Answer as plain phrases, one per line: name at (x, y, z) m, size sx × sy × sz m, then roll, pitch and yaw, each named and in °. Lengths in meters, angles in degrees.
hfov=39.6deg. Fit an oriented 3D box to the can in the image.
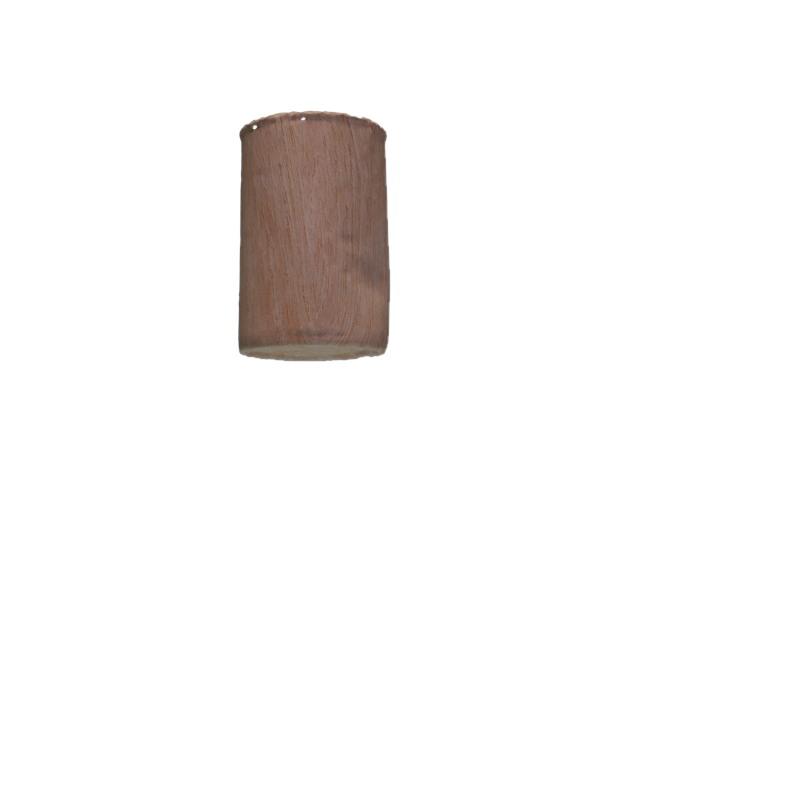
can at (-0.039, -0.072, 0.501) m, size 0.068 × 0.105 × 0.067 m, roll 0°, pitch -9°, yaw -2°
